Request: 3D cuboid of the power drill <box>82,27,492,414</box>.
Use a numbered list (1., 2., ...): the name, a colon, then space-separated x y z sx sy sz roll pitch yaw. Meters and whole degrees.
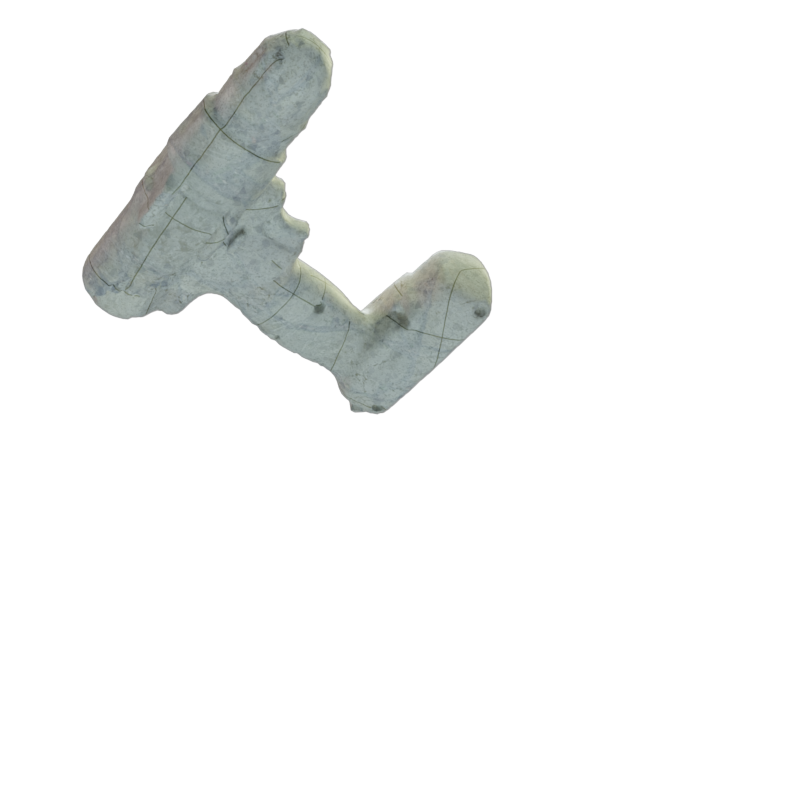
1. power drill: -0.045 -0.082 0.575 0.178 0.061 0.181 31 -57 -24
